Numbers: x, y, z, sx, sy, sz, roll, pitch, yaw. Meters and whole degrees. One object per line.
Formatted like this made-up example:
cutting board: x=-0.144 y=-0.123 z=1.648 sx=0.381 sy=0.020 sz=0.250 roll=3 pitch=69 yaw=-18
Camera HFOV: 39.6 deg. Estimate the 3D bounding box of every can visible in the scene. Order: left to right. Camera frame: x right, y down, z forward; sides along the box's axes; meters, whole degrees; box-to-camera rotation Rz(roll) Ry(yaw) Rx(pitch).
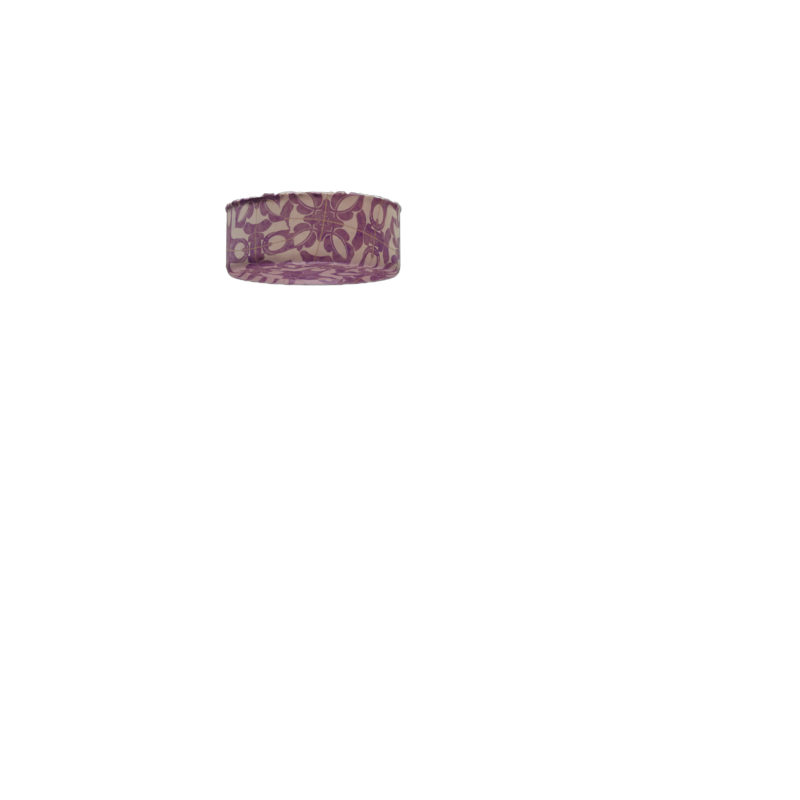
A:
can: x=-0.042 y=-0.077 z=0.537 sx=0.086 sy=0.034 sz=0.085 roll=0 pitch=-2 yaw=-2
